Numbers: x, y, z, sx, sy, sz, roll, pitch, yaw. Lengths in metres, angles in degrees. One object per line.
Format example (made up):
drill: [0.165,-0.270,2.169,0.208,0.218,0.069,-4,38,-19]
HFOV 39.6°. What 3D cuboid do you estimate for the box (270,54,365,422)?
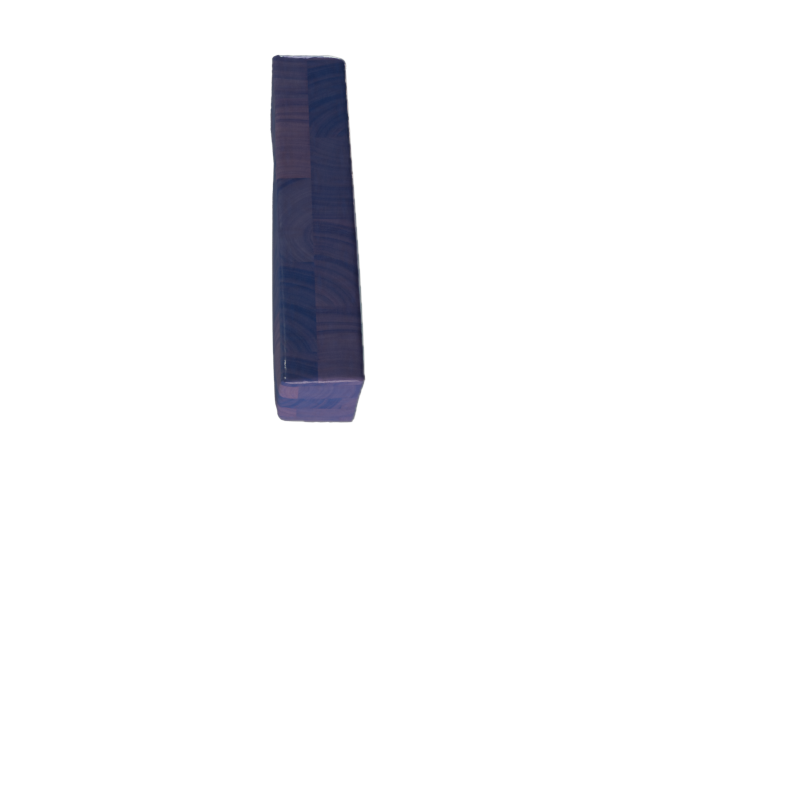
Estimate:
box: [-0.045,-0.084,0.585,0.048,0.185,0.090,1,-19,-6]
